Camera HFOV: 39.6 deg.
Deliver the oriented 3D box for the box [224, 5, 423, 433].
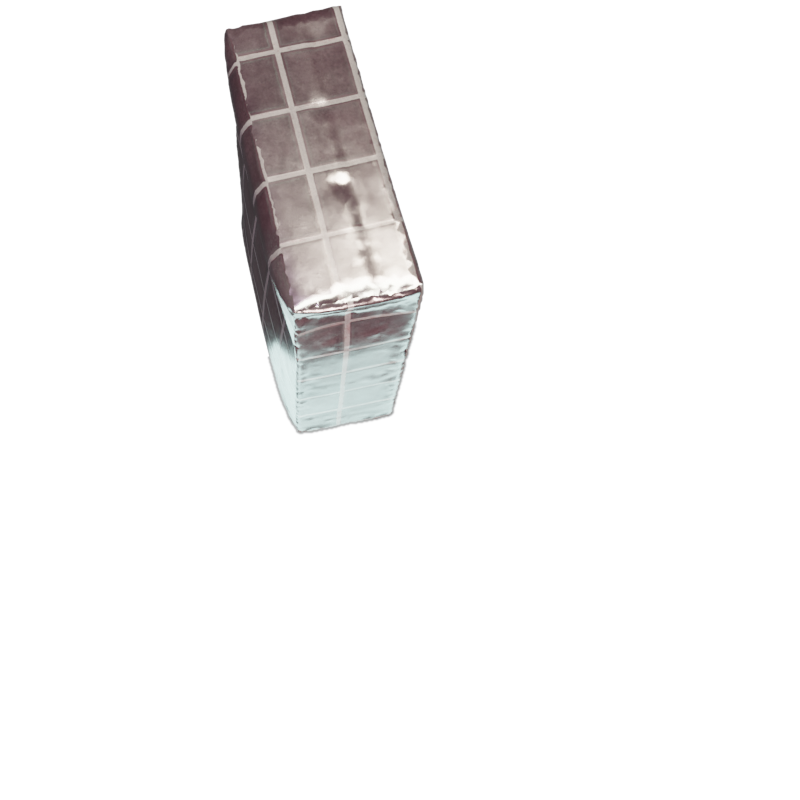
[{"bbox_3d":[-0.049,-0.090,0.628,0.071,0.173,0.204,-13,-19,-8],"label":"box"}]
